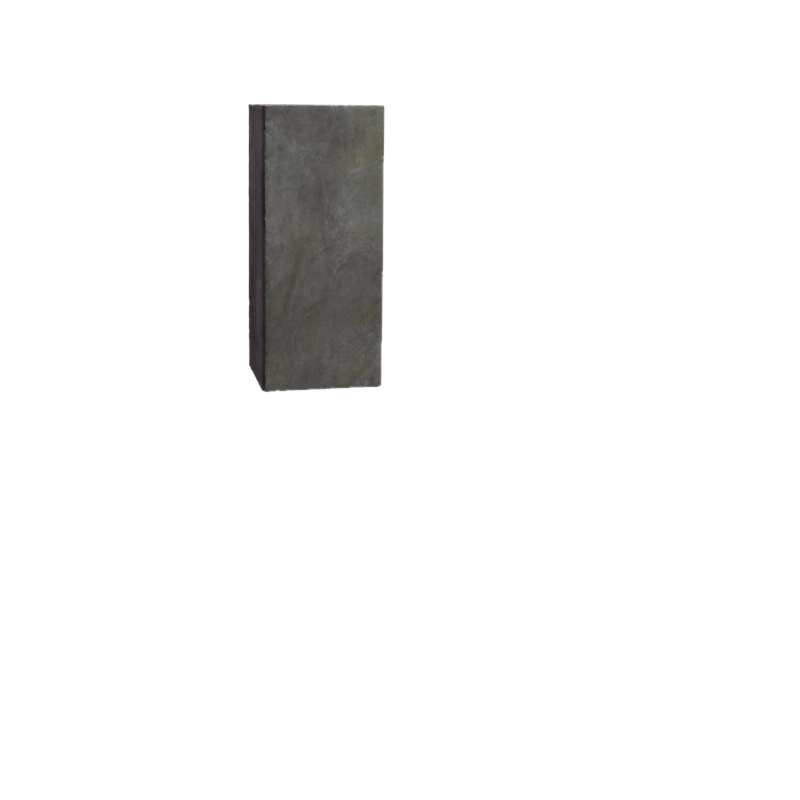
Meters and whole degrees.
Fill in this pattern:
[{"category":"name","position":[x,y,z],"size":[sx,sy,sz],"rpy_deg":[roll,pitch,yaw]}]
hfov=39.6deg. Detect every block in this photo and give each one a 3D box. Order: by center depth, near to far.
[{"category":"block","position":[-0.065,-0.120,0.837],"size":[0.089,0.202,0.093],"rpy_deg":[-1,9,-13]}]
